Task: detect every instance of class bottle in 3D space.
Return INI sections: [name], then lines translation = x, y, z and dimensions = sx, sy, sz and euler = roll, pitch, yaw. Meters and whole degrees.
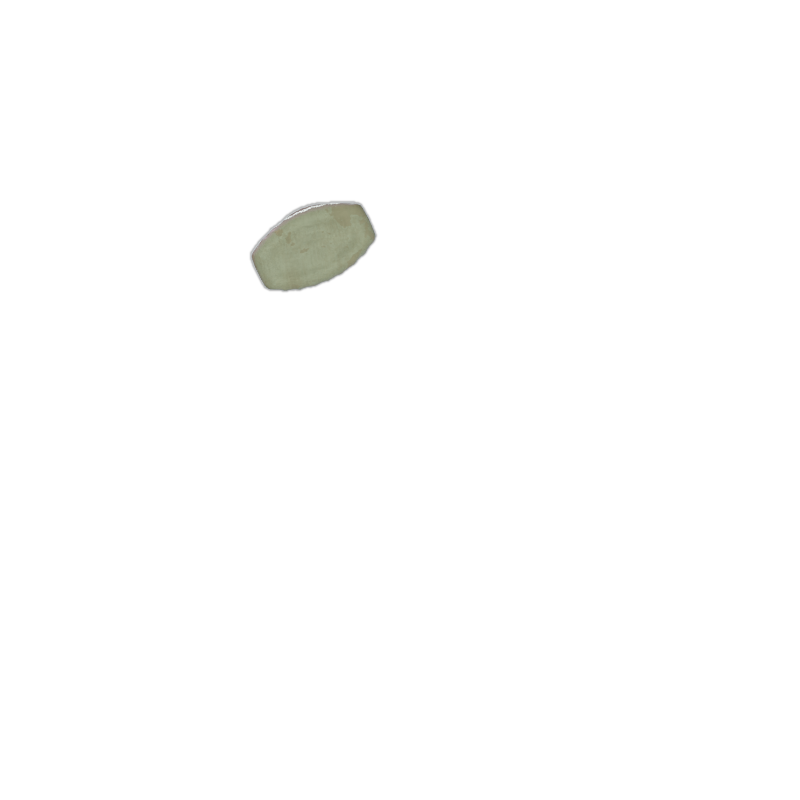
[bottle]
translation = -0.073, -0.134, 0.936
dimensions = 0.096, 0.057, 0.195
euler = -27, 11, 1
